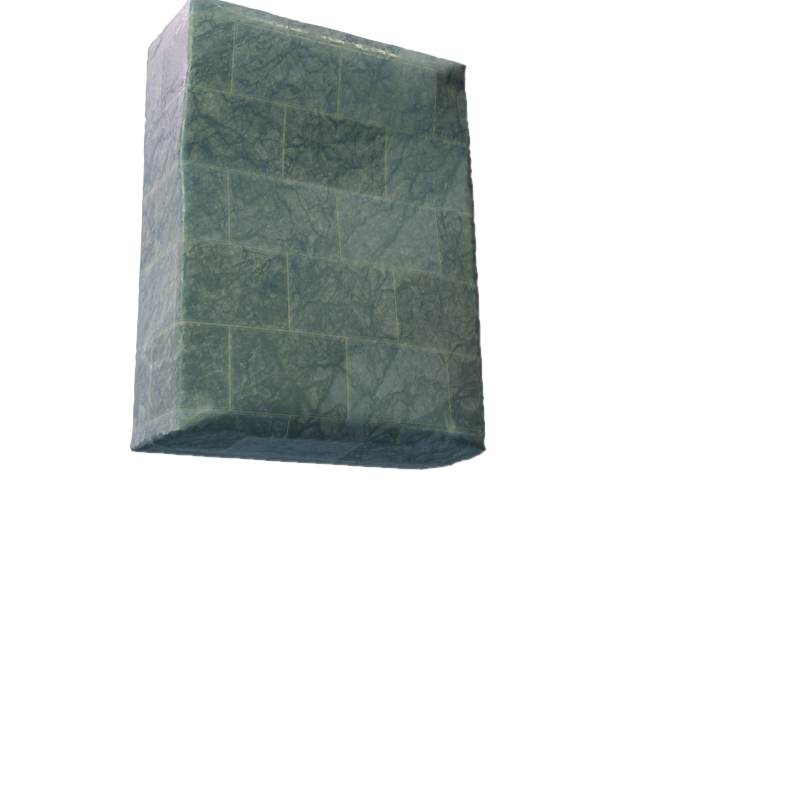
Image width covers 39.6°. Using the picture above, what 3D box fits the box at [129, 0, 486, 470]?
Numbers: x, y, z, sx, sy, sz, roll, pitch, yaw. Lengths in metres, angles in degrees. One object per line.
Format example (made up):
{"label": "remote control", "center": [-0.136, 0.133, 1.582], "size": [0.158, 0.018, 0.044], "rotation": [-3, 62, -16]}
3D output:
{"label": "box", "center": [-0.043, -0.079, 0.553], "size": [0.158, 0.223, 0.072], "rotation": [7, -19, -28]}
